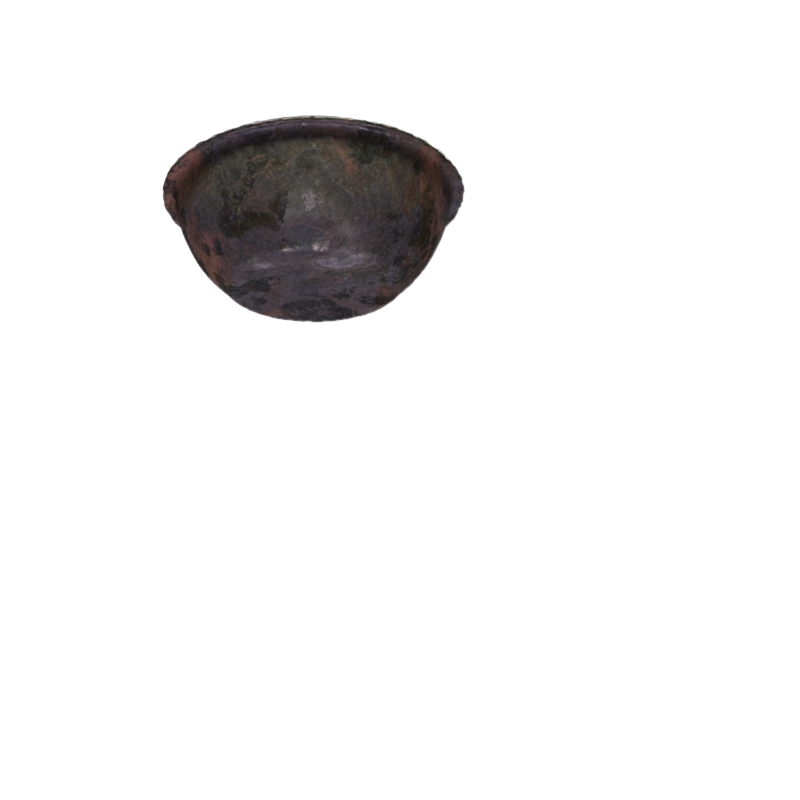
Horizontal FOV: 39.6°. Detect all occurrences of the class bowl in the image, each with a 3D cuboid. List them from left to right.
[{"bbox_3d":[-0.046,-0.084,0.586,0.162,0.058,0.154,1,-21,-2],"label":"bowl"}]
